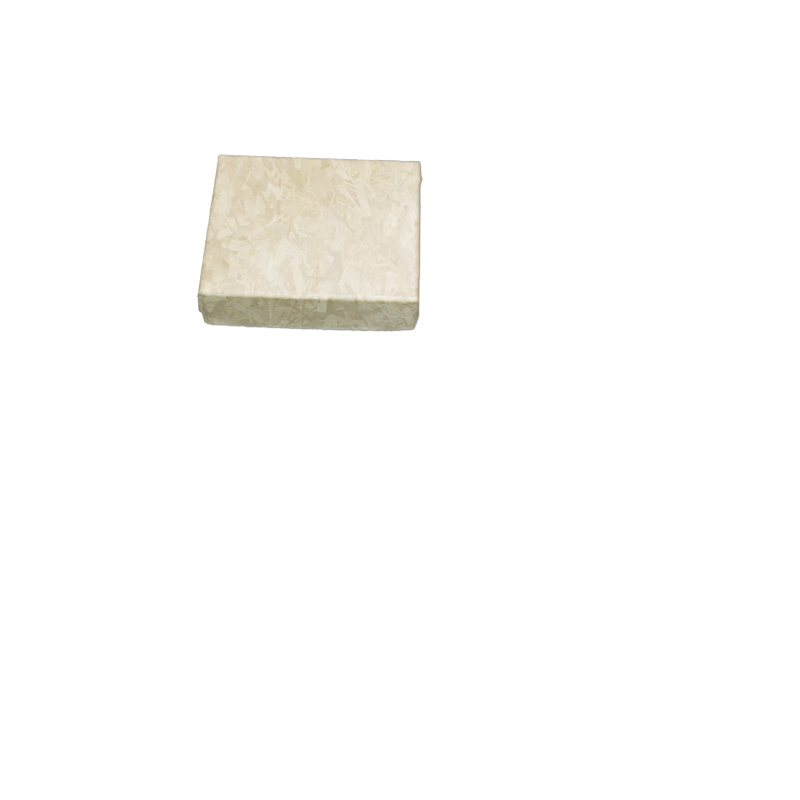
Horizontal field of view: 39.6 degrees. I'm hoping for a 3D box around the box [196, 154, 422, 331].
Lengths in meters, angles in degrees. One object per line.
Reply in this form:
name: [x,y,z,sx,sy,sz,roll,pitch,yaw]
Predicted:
box: [-0.046,-0.083,0.585,0.114,0.095,0.036,3,-31,1]
